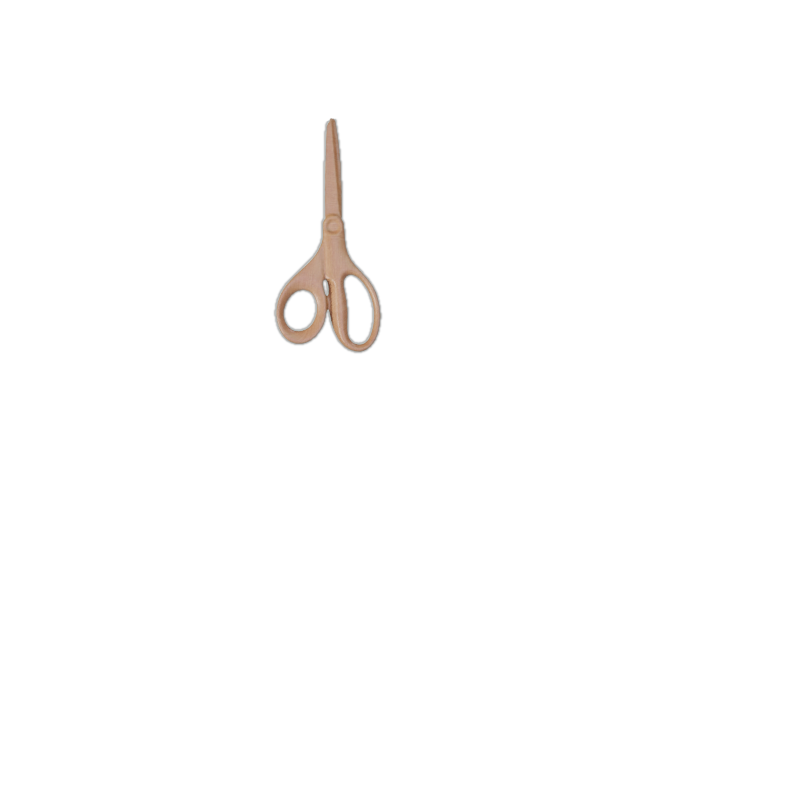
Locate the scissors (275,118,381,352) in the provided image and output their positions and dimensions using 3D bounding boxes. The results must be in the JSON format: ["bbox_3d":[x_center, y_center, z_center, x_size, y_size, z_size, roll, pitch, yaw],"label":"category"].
[{"bbox_3d":[-0.073,-0.134,0.938,0.096,0.208,0.015,-16,-12,-3],"label":"scissors"}]
